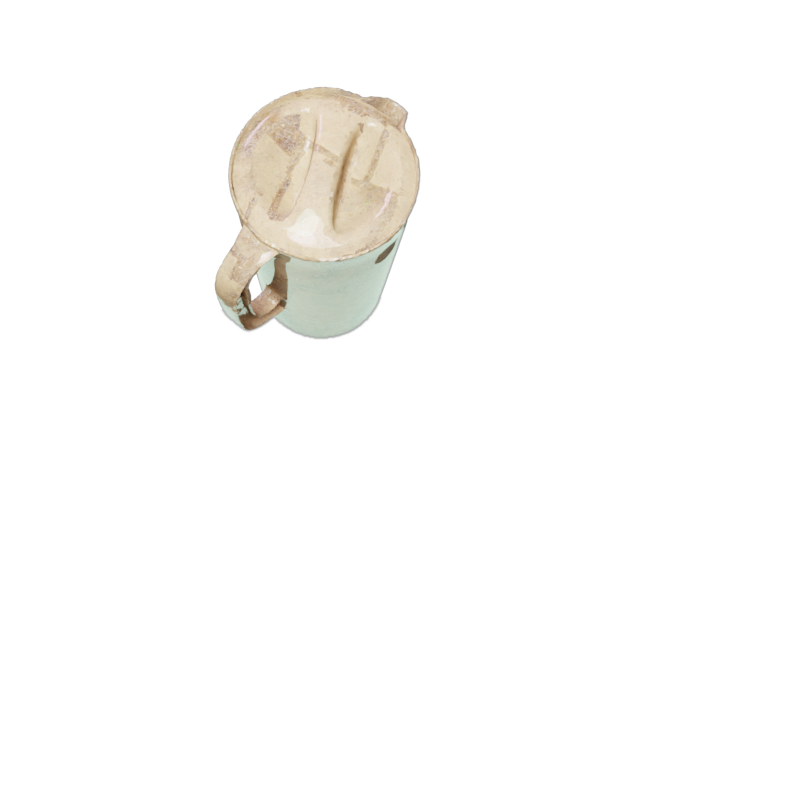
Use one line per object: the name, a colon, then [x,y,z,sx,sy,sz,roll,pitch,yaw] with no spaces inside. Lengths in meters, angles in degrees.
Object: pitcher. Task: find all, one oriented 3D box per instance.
pitcher: [-0.068,-0.124,0.870,0.148,0.152,0.233,-4,-16,-4]
